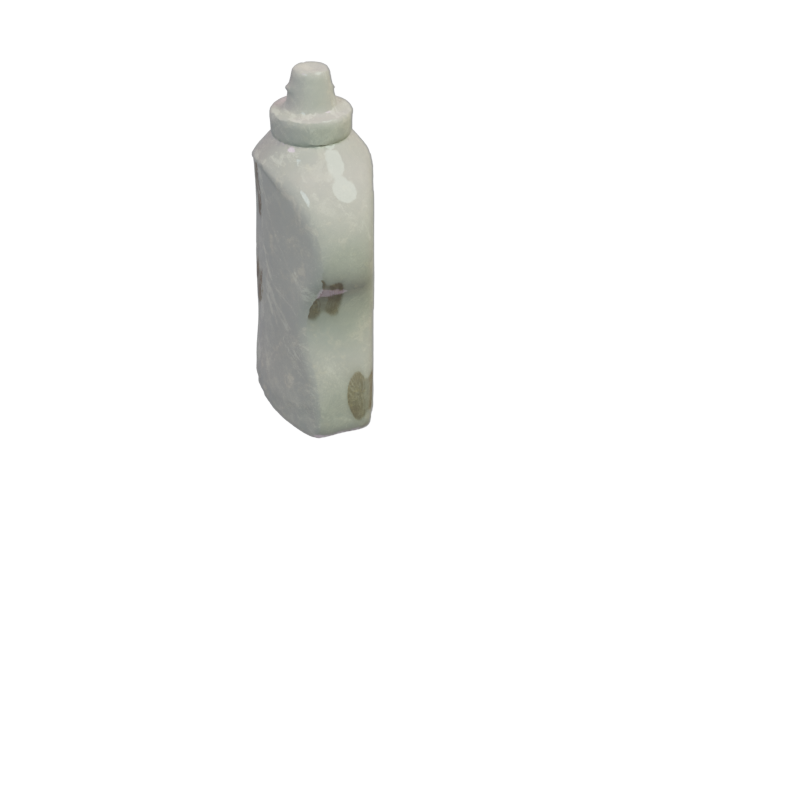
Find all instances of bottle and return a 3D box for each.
[{"bbox_3d":[-0.046,-0.082,0.577,0.057,0.180,0.104,-9,34,-19],"label":"bottle"}]
